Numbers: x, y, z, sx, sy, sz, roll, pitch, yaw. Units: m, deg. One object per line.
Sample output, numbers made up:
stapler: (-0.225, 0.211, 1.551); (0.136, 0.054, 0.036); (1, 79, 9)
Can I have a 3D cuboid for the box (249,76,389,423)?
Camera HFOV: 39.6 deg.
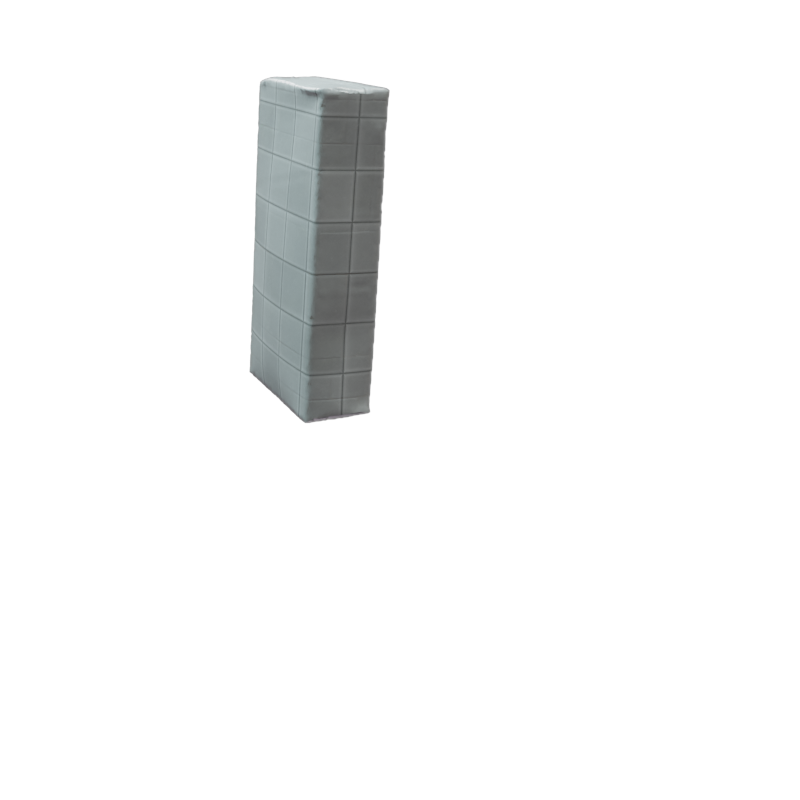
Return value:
box: (-0.048, -0.087, 0.608); (0.047, 0.171, 0.099); (-5, 15, -25)
